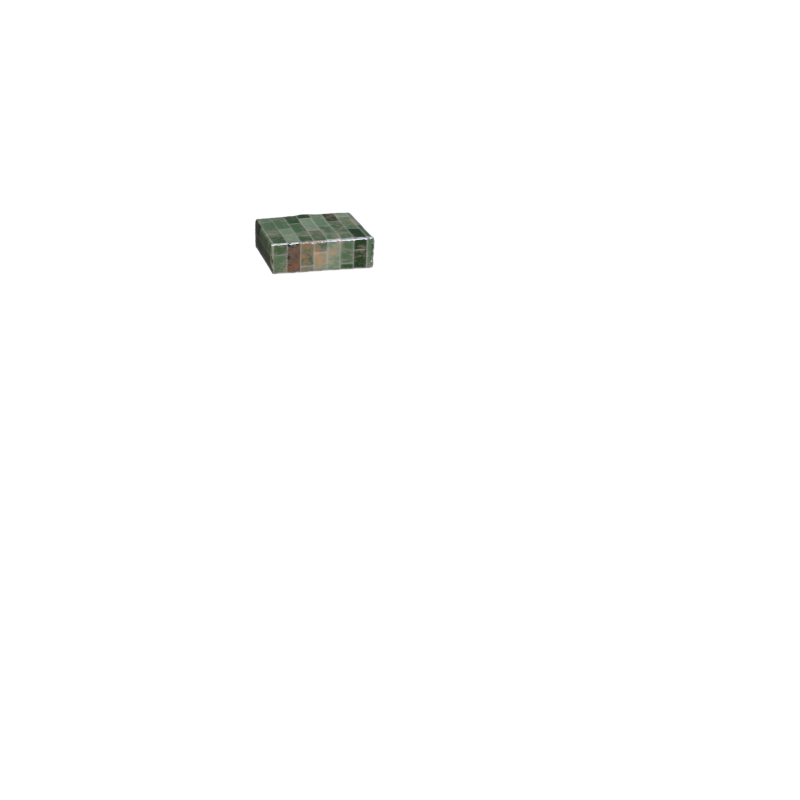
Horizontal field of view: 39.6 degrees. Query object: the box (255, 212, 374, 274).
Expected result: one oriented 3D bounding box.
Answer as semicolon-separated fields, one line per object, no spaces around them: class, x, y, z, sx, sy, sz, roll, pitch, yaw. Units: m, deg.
box;-0.074;-0.135;0.944;0.088;0.029;0.078;-6;26;-14
